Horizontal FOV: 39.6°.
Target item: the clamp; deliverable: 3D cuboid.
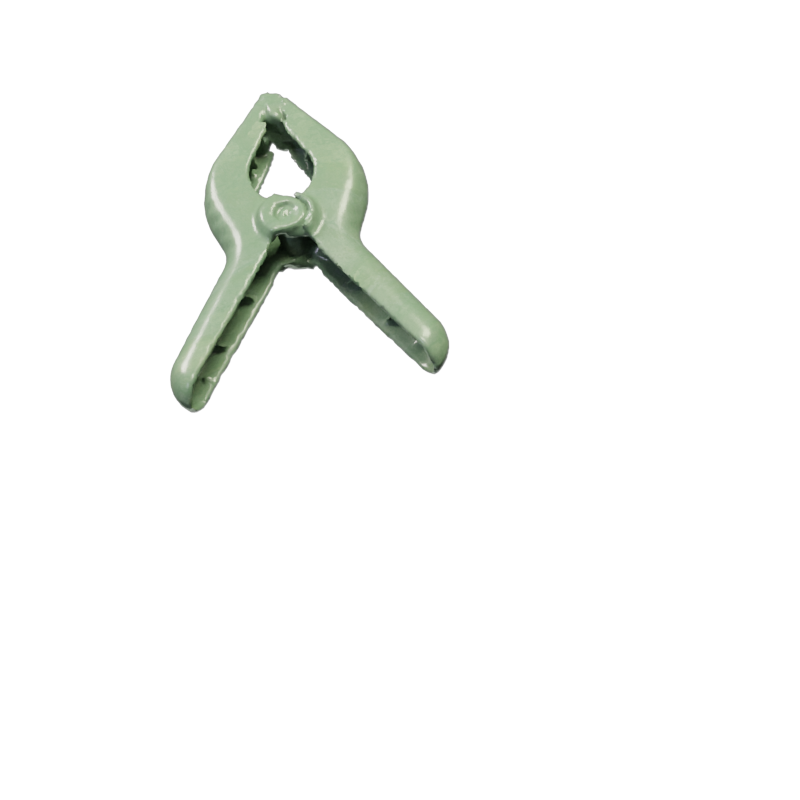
[{"bbox_3d":[-0.041,-0.074,0.518,0.120,0.183,0.037,0,-31,0],"label":"clamp"}]
